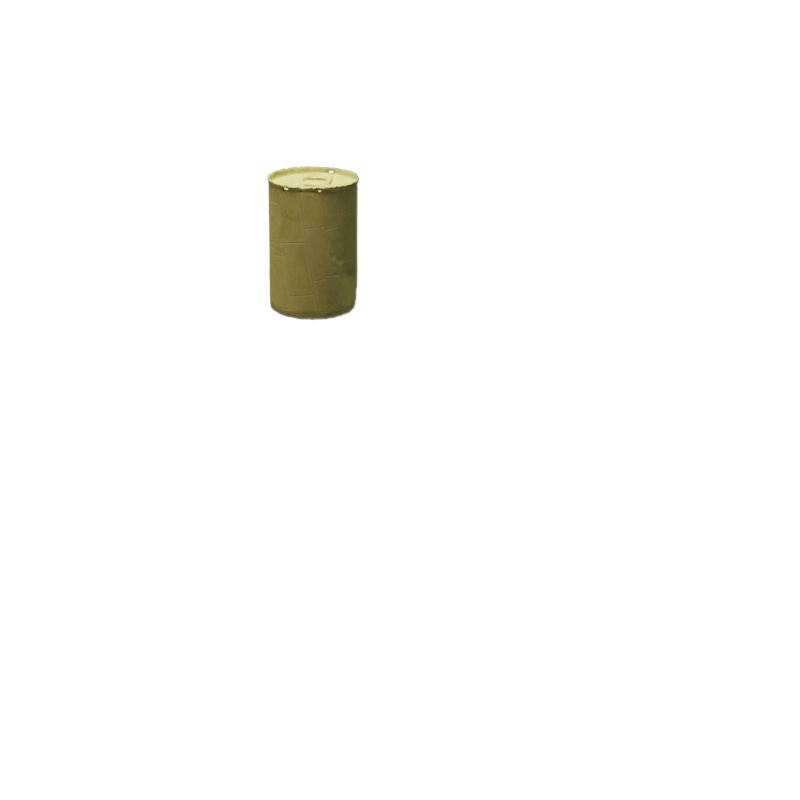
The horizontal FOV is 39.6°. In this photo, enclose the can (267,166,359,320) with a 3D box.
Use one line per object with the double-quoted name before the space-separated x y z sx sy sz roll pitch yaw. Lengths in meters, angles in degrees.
"can" -0.065 -0.119 0.835 0.068 0.098 0.072 0 20 -2
